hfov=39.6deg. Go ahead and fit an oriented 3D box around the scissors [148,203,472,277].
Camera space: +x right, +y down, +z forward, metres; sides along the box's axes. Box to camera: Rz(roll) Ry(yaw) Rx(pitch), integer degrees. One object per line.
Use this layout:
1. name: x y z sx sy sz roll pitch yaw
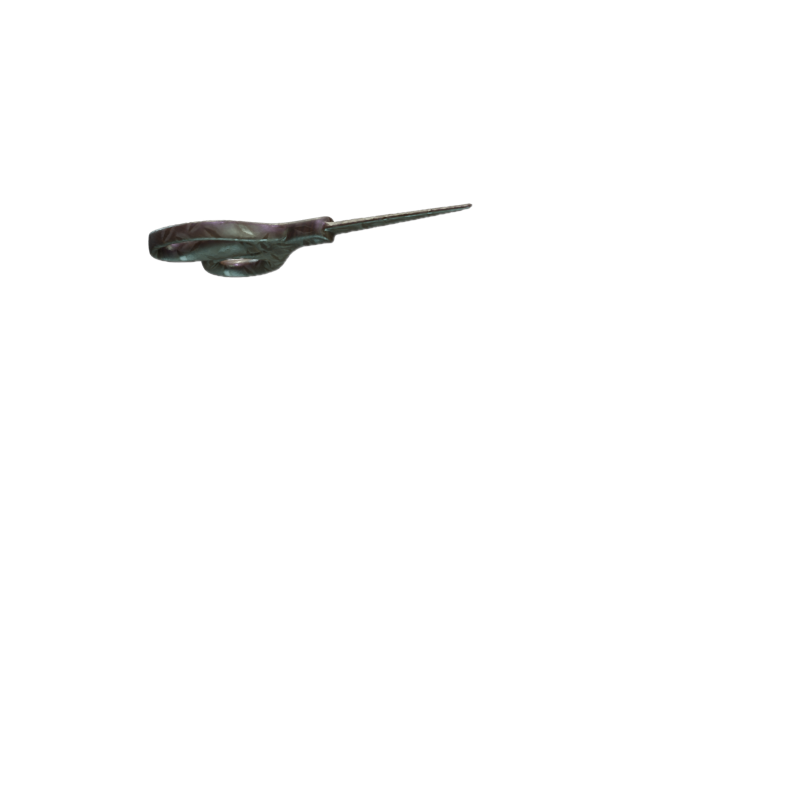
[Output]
1. scissors: -0.053 -0.097 0.679 0.204 0.016 0.092 -2 -10 12
